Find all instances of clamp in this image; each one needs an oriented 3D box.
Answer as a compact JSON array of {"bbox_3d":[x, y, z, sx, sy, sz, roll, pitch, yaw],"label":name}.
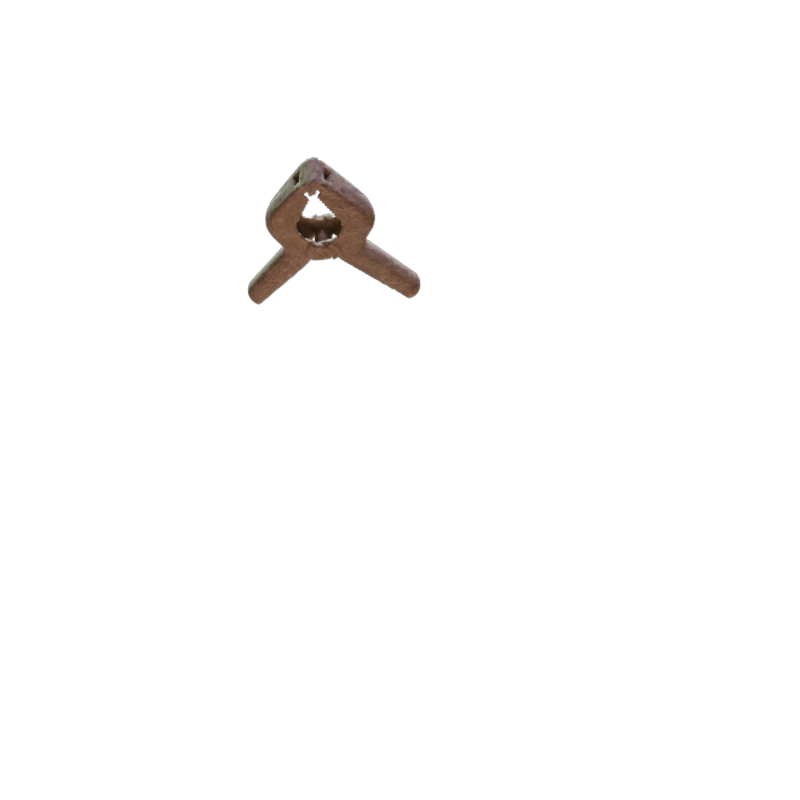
[{"bbox_3d":[-0.078,-0.141,0.990,0.166,0.039,0.195,-5,-27,10],"label":"clamp"}]
